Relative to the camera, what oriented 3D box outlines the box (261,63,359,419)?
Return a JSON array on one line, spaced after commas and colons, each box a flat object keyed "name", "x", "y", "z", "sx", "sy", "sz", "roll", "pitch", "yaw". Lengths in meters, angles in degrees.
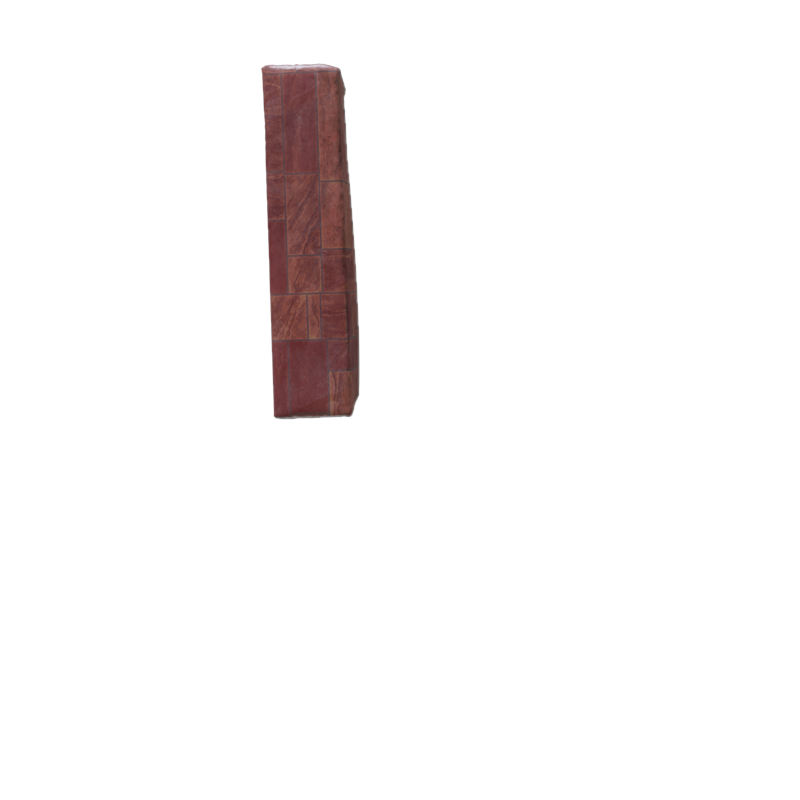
[{"name": "box", "x": -0.046, "y": -0.084, "z": 0.590, "sx": 0.048, "sy": 0.176, "sz": 0.093, "roll": 0, "pitch": 1, "yaw": 0}]
